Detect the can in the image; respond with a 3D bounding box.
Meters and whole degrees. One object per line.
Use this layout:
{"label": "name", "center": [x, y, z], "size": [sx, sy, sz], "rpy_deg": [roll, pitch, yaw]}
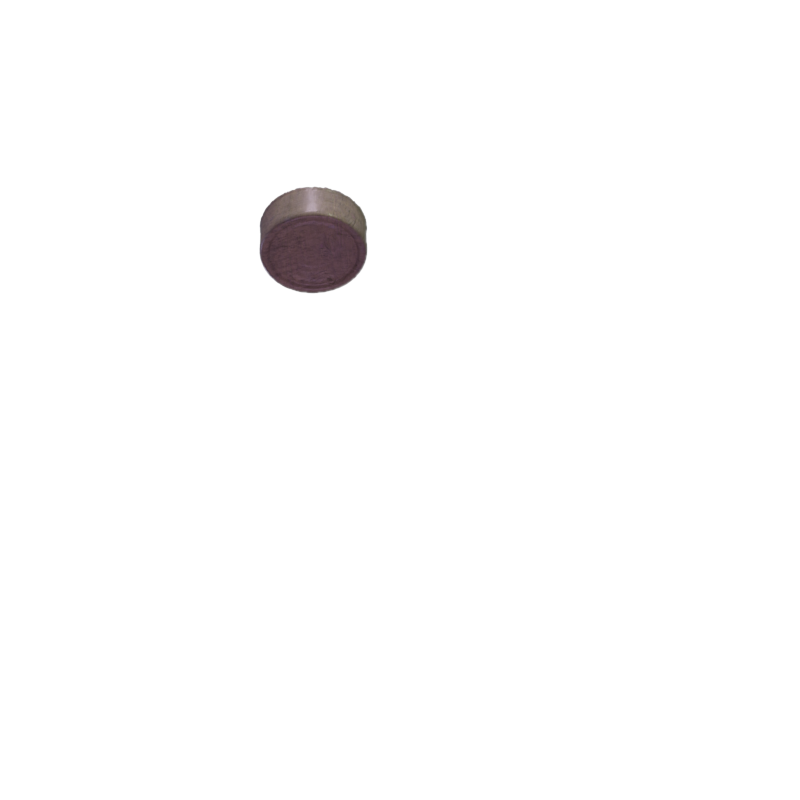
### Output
{"label": "can", "center": [-0.068, -0.125, 0.874], "size": [0.086, 0.036, 0.080], "rpy_deg": [1, -45, -1]}
